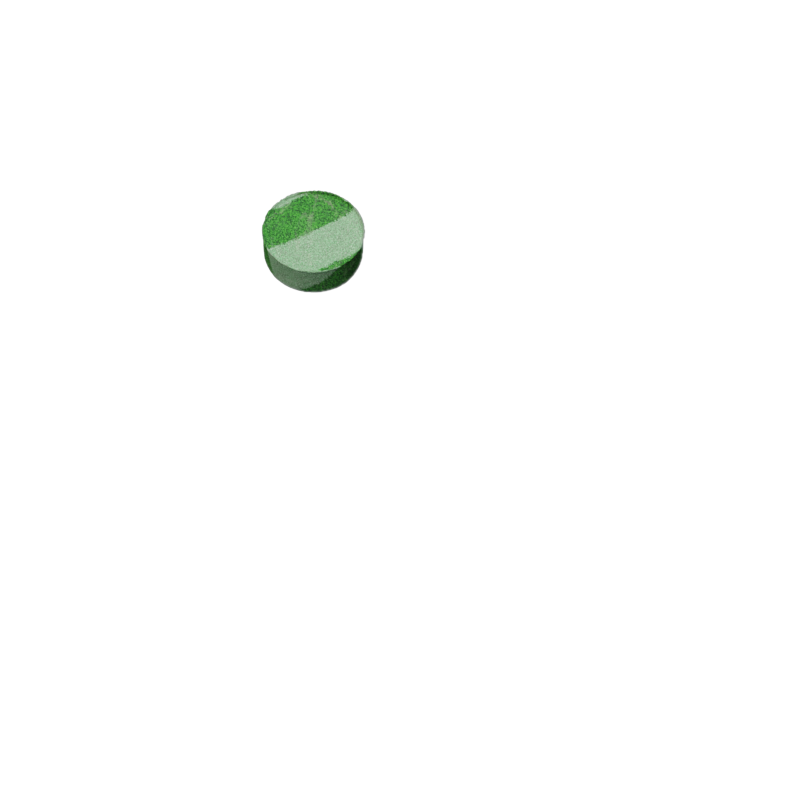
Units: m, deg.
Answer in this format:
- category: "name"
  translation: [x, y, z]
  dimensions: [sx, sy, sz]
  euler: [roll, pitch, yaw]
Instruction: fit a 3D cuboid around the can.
- category: "can"
  translation: [-0.073, -0.133, 0.933]
  dimensions: [0.086, 0.092, 0.031]
  euler: [-1, -34, -1]
